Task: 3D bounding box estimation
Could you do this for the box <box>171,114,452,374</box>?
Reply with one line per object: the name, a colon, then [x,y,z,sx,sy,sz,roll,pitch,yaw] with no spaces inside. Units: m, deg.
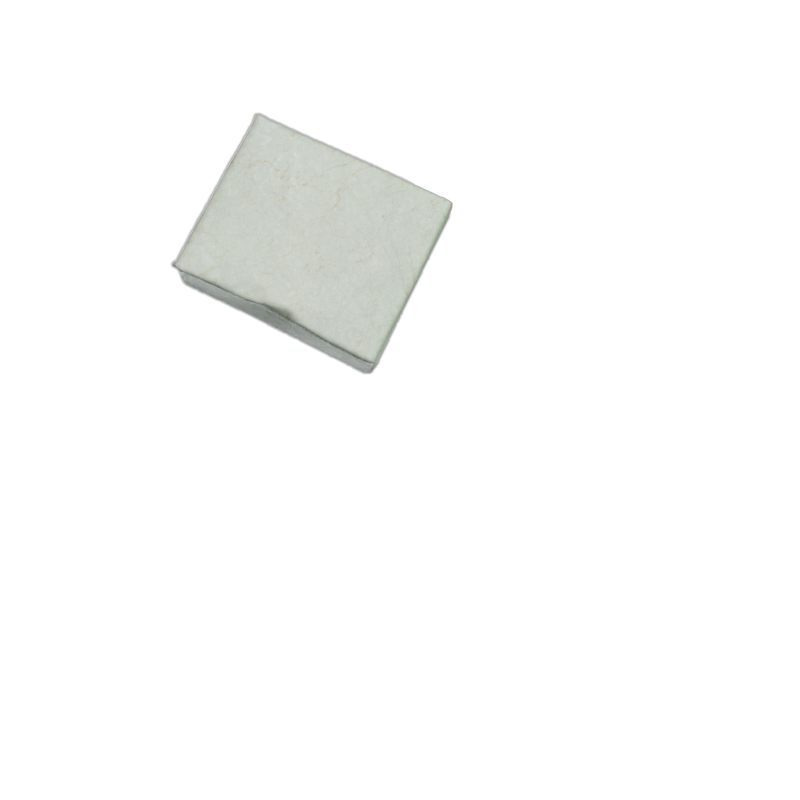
box: [-0.035,-0.064,0.445,0.091,0.075,0.029,26,-13,6]
